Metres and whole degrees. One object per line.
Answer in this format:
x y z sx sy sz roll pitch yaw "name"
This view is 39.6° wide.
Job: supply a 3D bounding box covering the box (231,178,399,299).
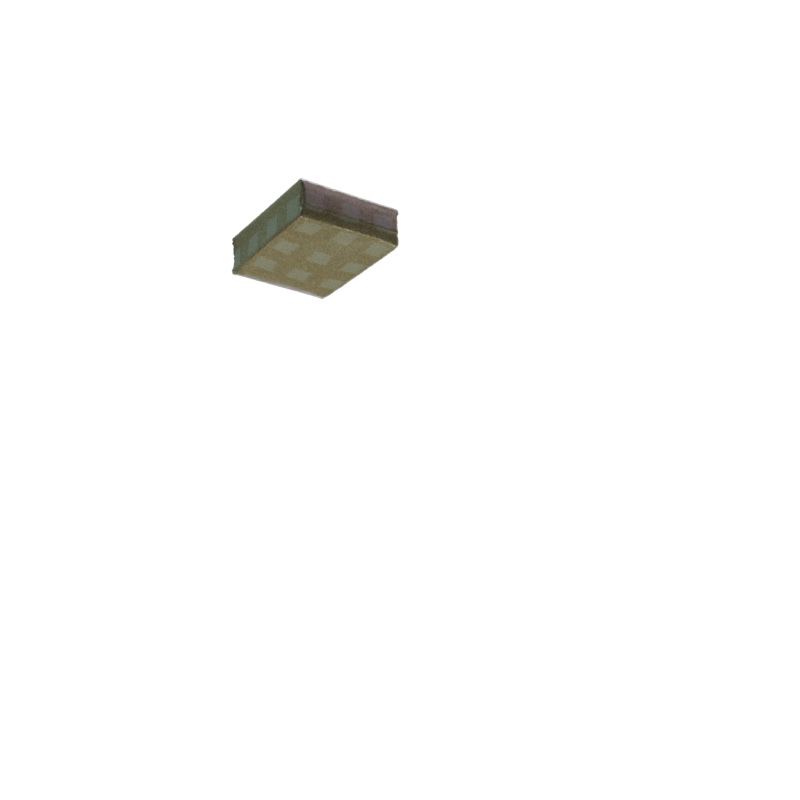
-0.068 -0.125 0.873 0.085 0.041 0.112 16 -30 -31 "box"
